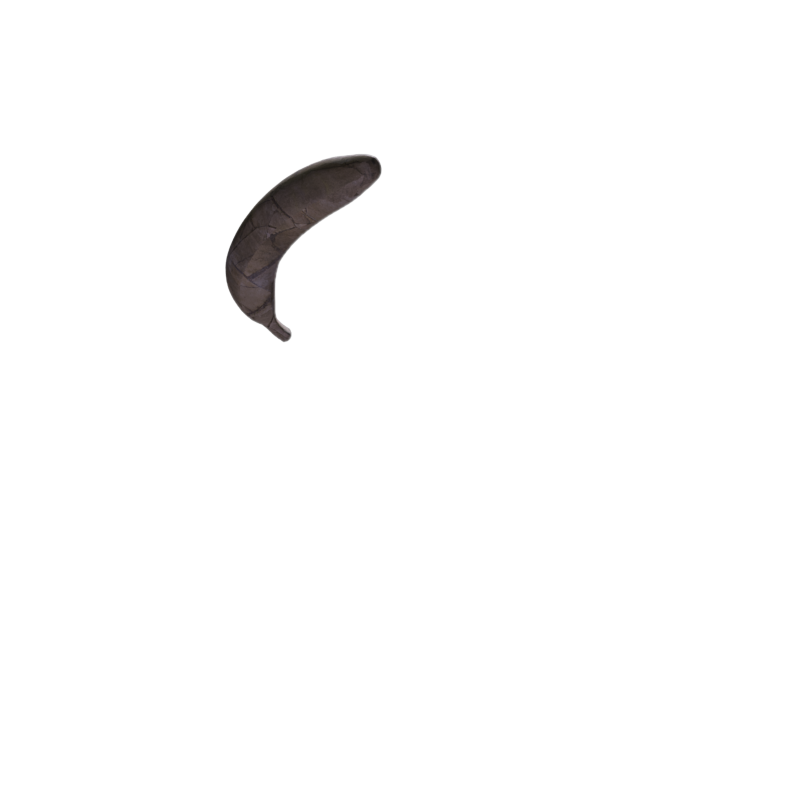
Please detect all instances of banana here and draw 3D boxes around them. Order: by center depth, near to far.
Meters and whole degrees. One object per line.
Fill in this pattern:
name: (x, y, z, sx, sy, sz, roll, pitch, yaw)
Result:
banana: (-0.079, -0.112, 0.772, 0.067, 0.039, 0.190, 13, -37, -19)
